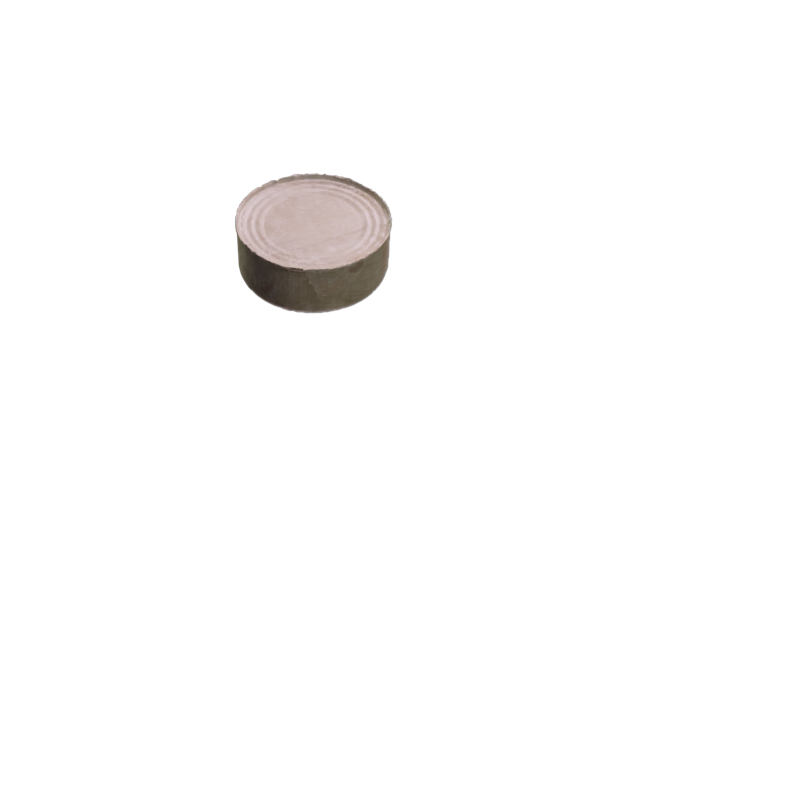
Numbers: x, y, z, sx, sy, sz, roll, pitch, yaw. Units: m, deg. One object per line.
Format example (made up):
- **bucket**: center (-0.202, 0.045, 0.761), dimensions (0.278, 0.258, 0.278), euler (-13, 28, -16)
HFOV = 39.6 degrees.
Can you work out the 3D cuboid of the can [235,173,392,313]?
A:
- **can**: center (-0.048, -0.088, 0.614), dimensions (0.086, 0.031, 0.092), euler (-1, 43, -2)
